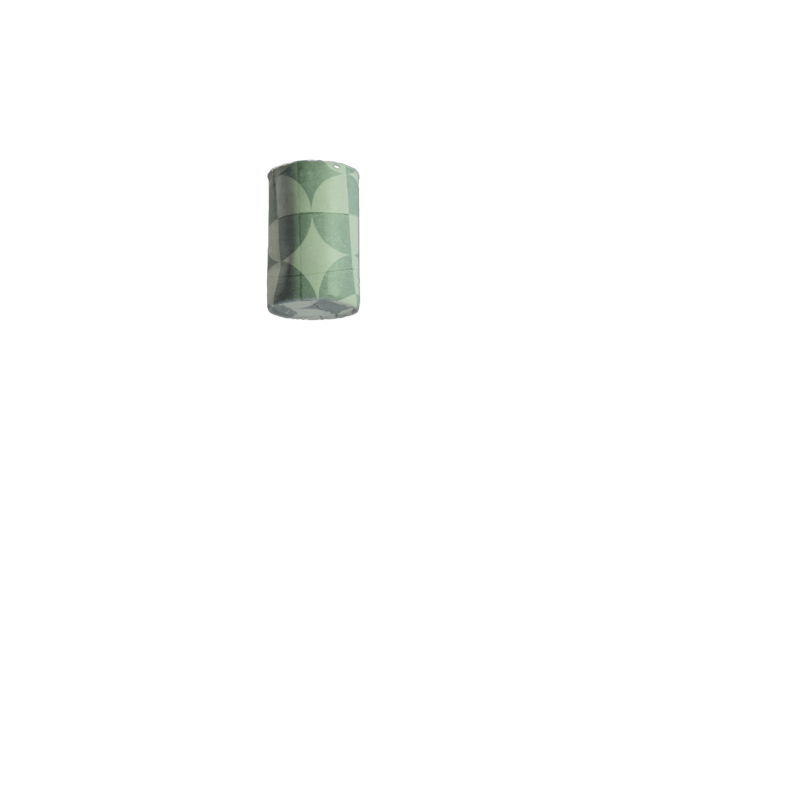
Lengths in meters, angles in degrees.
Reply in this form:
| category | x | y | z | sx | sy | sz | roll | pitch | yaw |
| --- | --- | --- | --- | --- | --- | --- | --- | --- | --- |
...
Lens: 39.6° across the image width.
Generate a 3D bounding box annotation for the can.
| category | x | y | z | sx | sy | sz | roll | pitch | yaw |
| --- | --- | --- | --- | --- | --- | --- | --- | --- | --- |
| can | -0.063 | -0.114 | 0.800 | 0.068 | 0.106 | 0.066 | 0 | -14 | -2 |
